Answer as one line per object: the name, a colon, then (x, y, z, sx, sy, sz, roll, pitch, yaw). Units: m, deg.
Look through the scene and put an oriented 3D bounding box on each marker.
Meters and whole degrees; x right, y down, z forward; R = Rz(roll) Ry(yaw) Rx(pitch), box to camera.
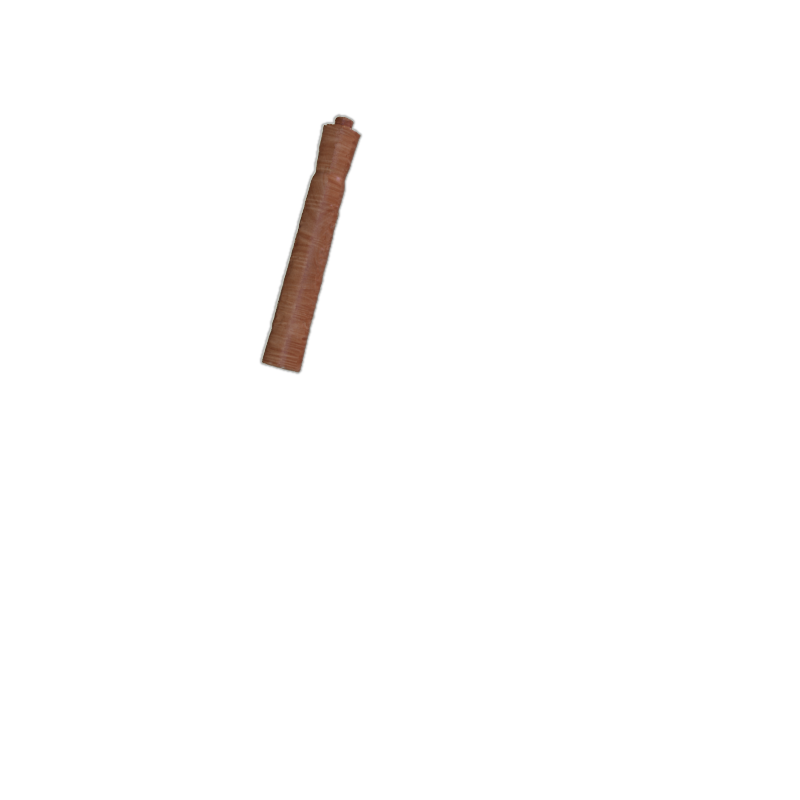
marker: (-0.040, -0.073, 0.514, 0.020, 0.123, 0.019, 14, -7, -1)
